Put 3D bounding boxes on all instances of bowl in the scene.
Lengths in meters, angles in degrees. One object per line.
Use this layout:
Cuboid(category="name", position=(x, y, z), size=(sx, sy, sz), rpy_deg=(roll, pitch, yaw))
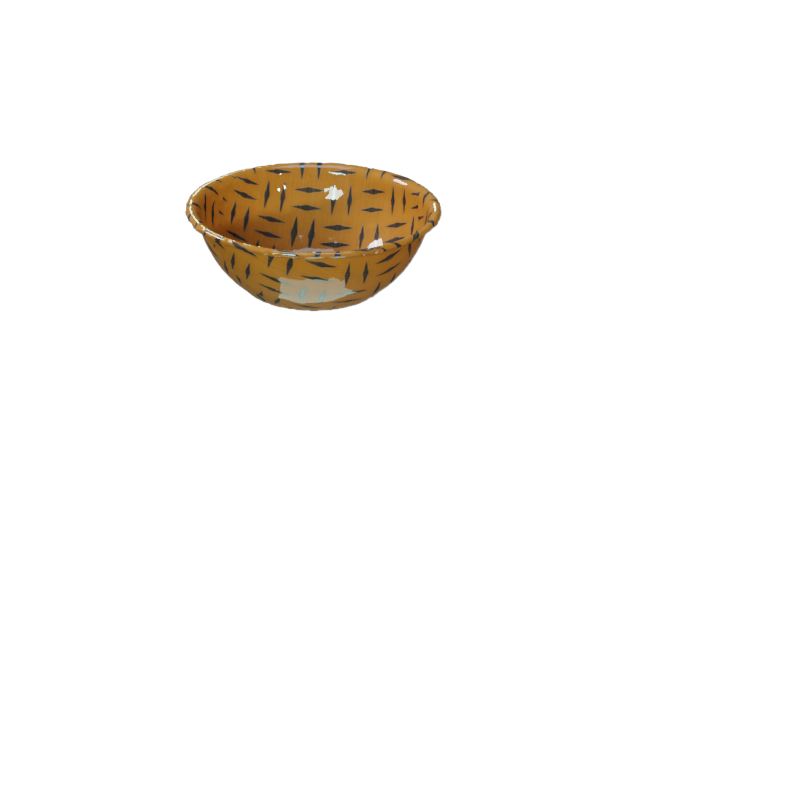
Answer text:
Cuboid(category="bowl", position=(-0.056, -0.101, 0.710), size=(0.162, 0.052, 0.172), rpy_deg=(-1, 29, -2))
